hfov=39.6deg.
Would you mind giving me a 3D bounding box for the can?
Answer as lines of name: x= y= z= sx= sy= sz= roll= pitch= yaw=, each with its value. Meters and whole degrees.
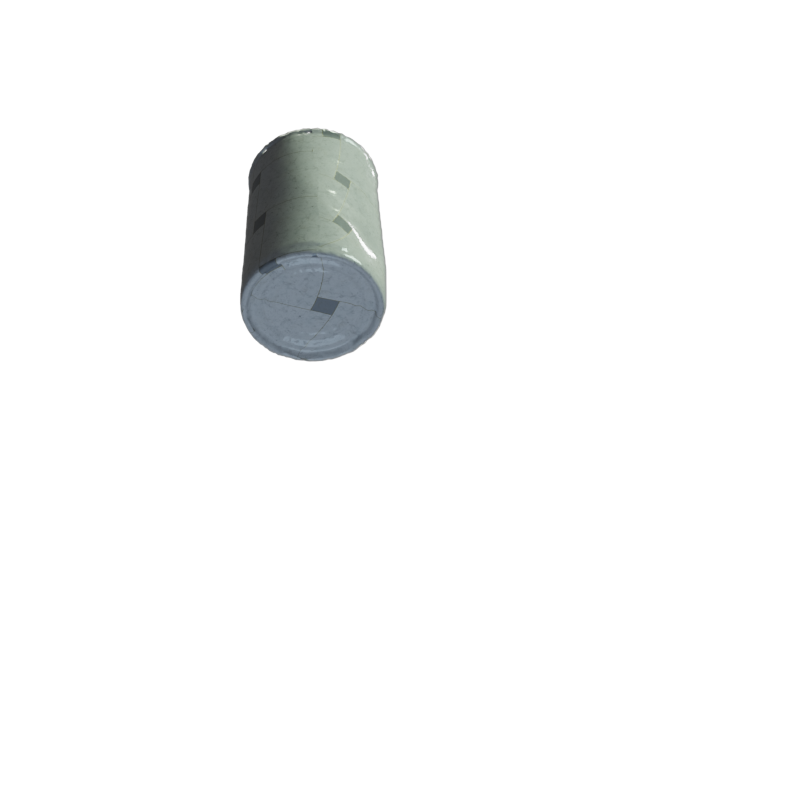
can: x=-0.042 y=-0.077 z=0.540 sx=0.068 sy=0.064 sz=0.110 roll=-1 pitch=42 yaw=-3
